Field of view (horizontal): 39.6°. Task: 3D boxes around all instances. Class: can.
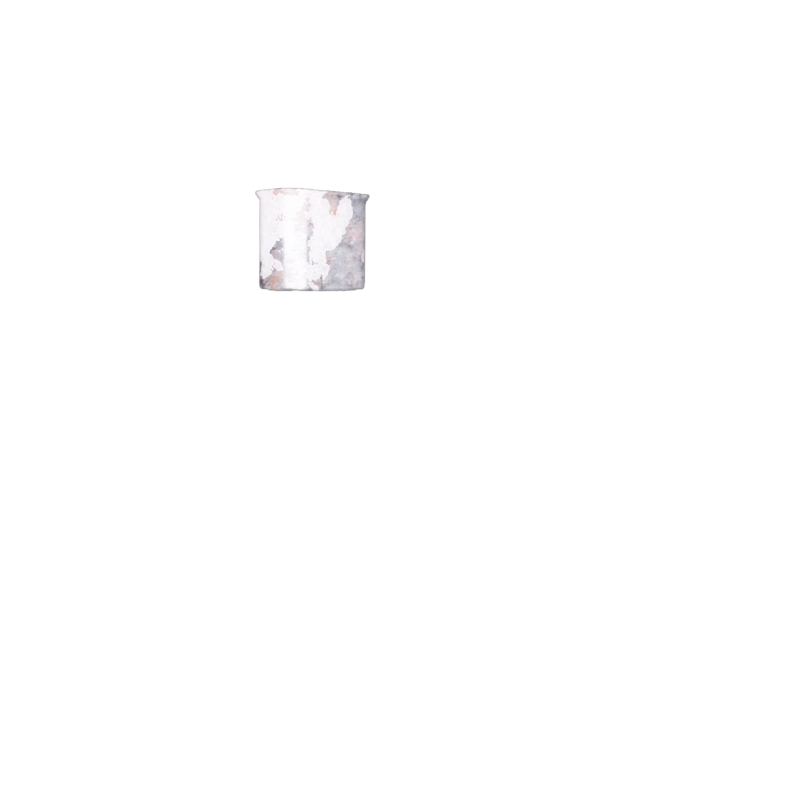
[{"bbox_3d":[-0.074,-0.134,0.940,0.060,0.084,0.098,0,2,43],"label":"can"}]
